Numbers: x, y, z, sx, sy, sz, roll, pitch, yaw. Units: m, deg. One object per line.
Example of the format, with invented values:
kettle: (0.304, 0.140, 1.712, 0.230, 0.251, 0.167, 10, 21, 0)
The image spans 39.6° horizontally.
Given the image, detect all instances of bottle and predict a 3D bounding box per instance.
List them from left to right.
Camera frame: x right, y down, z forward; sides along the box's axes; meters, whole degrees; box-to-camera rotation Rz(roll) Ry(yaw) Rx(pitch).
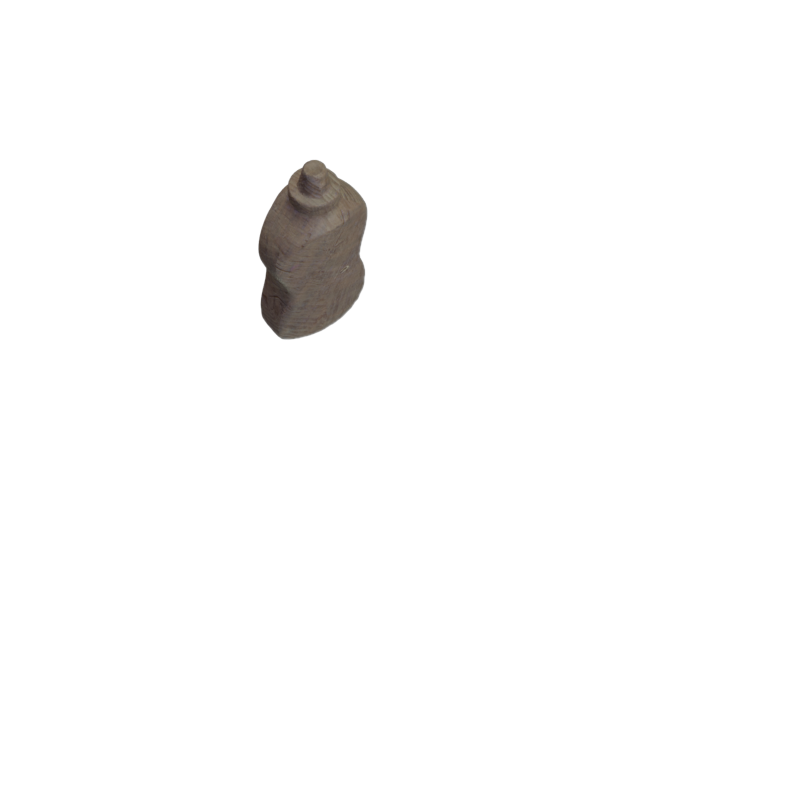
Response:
bottle: (-0.071, -0.130, 0.910, 0.096, 0.062, 0.180, -32, -23, -20)
